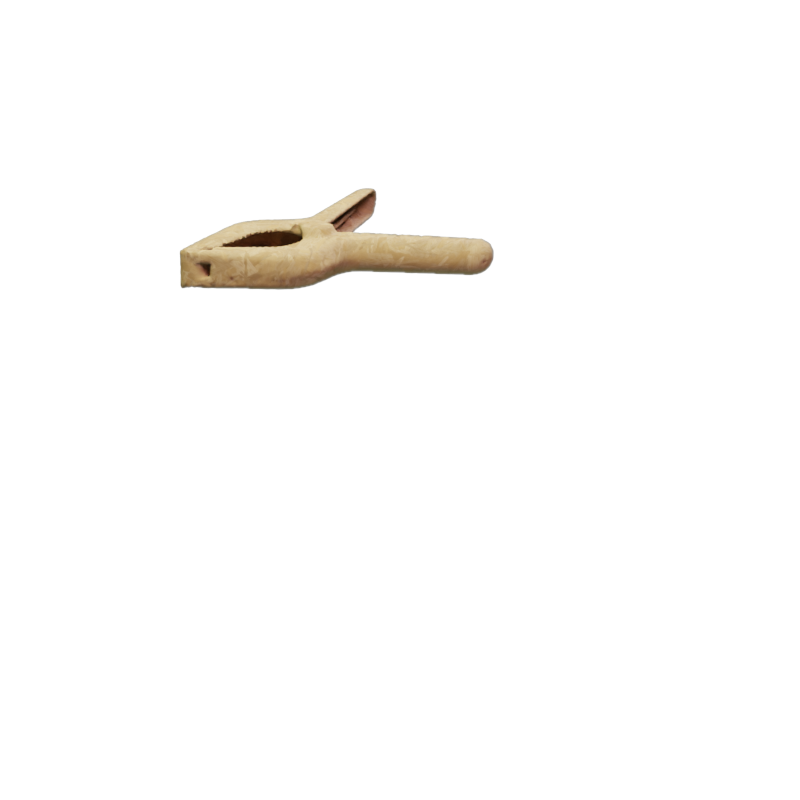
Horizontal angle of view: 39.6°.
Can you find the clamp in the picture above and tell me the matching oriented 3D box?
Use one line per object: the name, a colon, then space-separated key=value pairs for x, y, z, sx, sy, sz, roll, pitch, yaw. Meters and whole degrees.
clamp: x=-0.063 y=-0.114 z=0.799 sx=0.206 sy=0.035 sz=0.176 roll=-11 pitch=27 yaw=-22
